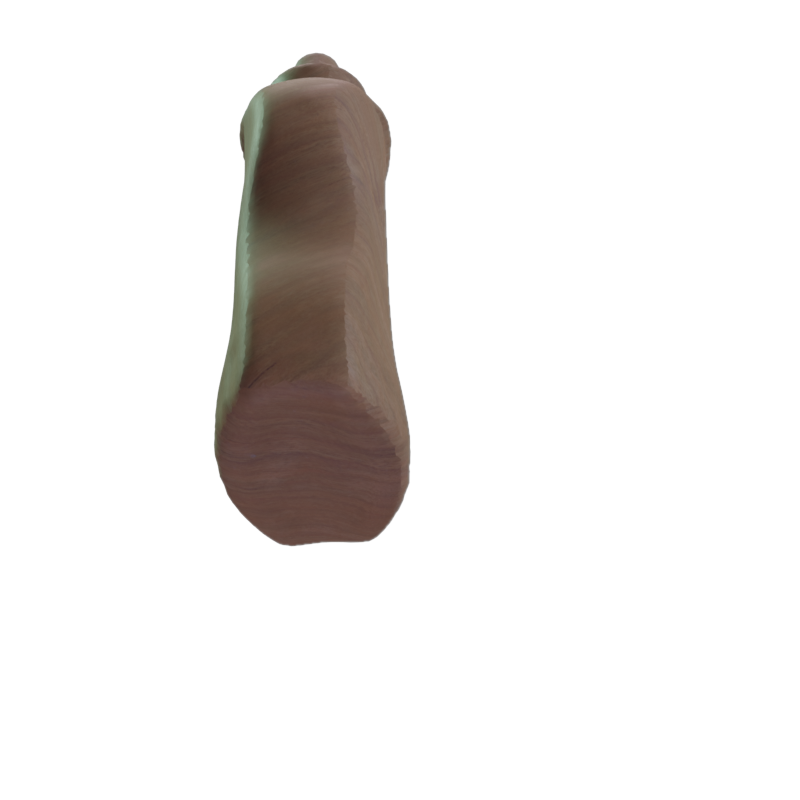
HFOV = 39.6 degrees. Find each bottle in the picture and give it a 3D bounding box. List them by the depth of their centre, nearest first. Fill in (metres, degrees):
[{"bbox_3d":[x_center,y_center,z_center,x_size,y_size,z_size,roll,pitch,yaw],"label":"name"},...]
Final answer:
[{"bbox_3d":[-0.030,-0.056,0.390,0.059,0.206,0.089,-6,-39,3],"label":"bottle"}]
